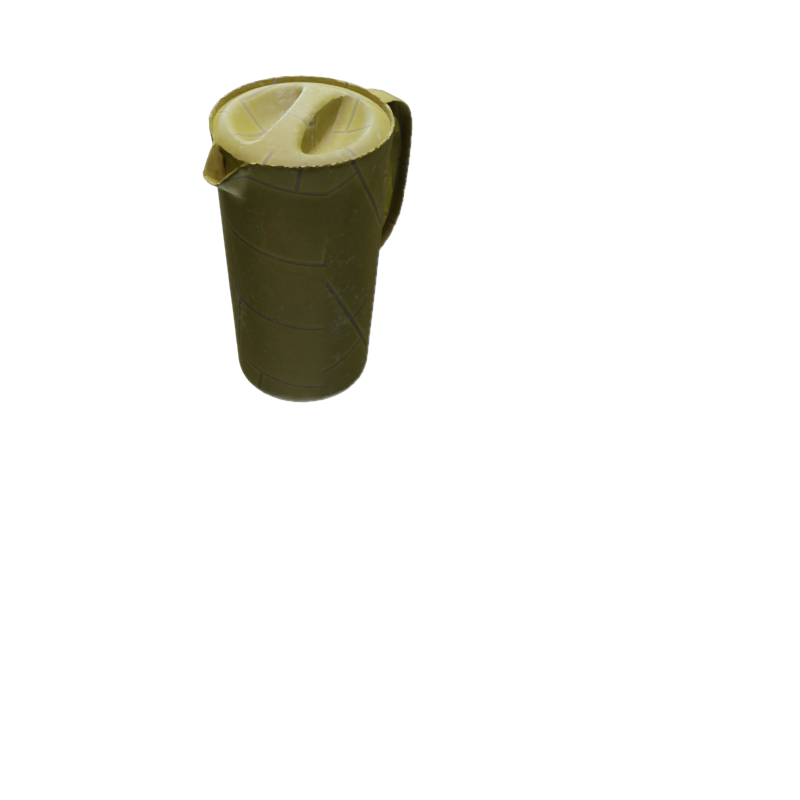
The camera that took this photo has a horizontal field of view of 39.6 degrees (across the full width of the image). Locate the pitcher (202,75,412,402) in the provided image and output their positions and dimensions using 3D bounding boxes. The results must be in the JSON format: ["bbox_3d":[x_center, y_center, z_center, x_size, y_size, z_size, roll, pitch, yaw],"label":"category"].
[{"bbox_3d":[-0.068,-0.123,0.865,0.149,0.227,0.155,2,40,0],"label":"pitcher"}]
